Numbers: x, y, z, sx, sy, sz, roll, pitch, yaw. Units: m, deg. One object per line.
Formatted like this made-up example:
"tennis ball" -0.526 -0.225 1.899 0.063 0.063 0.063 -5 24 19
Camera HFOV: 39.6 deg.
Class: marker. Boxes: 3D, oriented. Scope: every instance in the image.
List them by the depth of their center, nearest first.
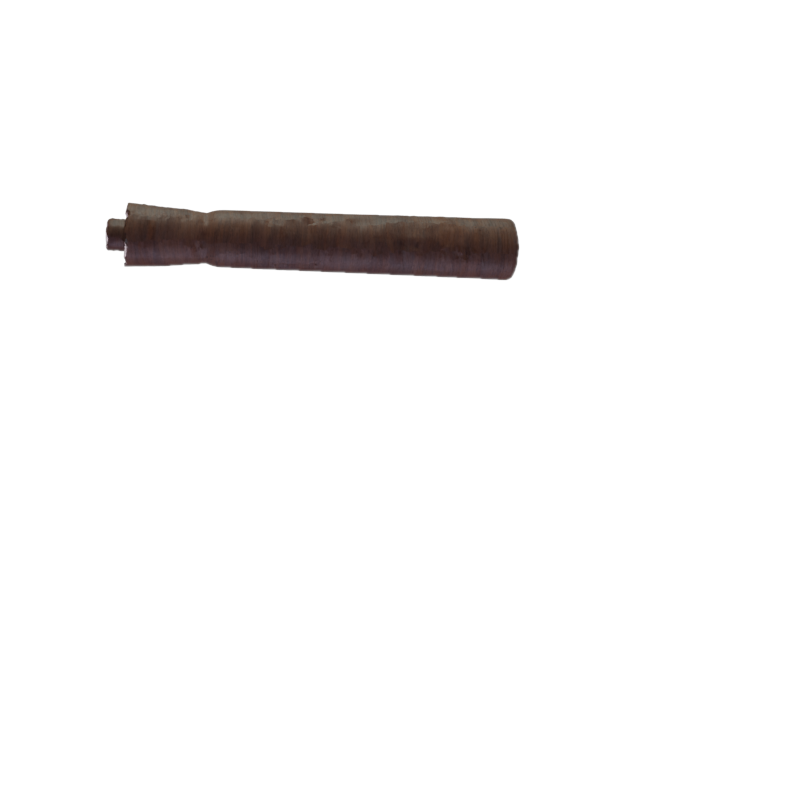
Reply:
"marker" -0.026 -0.047 0.329 0.120 0.020 0.020 1 4 -7
